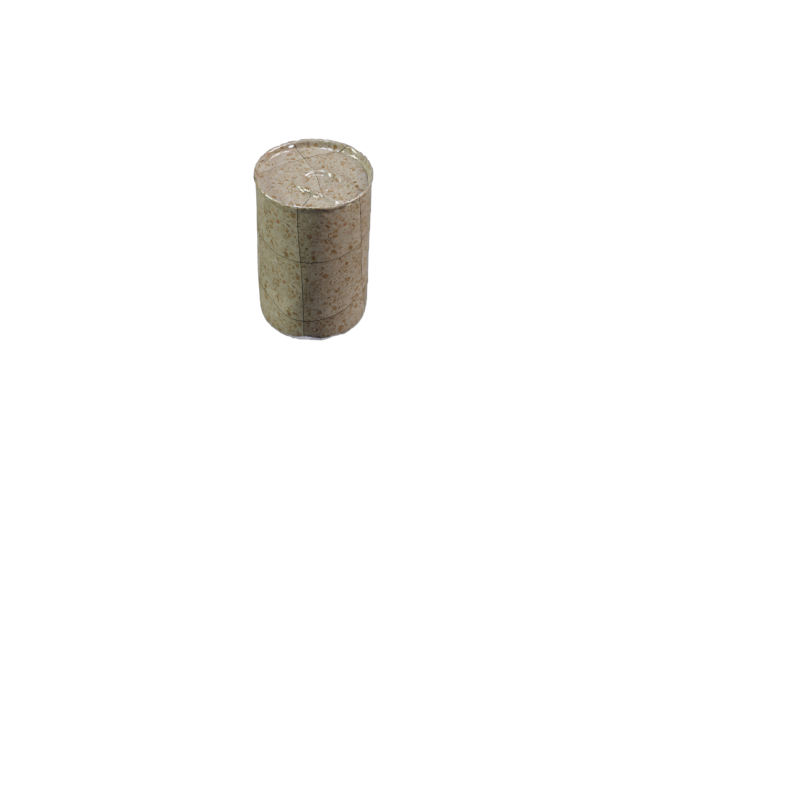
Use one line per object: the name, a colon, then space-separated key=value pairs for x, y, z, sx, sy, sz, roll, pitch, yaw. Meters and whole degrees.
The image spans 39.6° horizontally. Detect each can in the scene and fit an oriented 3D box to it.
can: x=-0.051 y=-0.094 z=0.656 sx=0.068 sy=0.095 sz=0.073 roll=0 pitch=42 yaw=-3
